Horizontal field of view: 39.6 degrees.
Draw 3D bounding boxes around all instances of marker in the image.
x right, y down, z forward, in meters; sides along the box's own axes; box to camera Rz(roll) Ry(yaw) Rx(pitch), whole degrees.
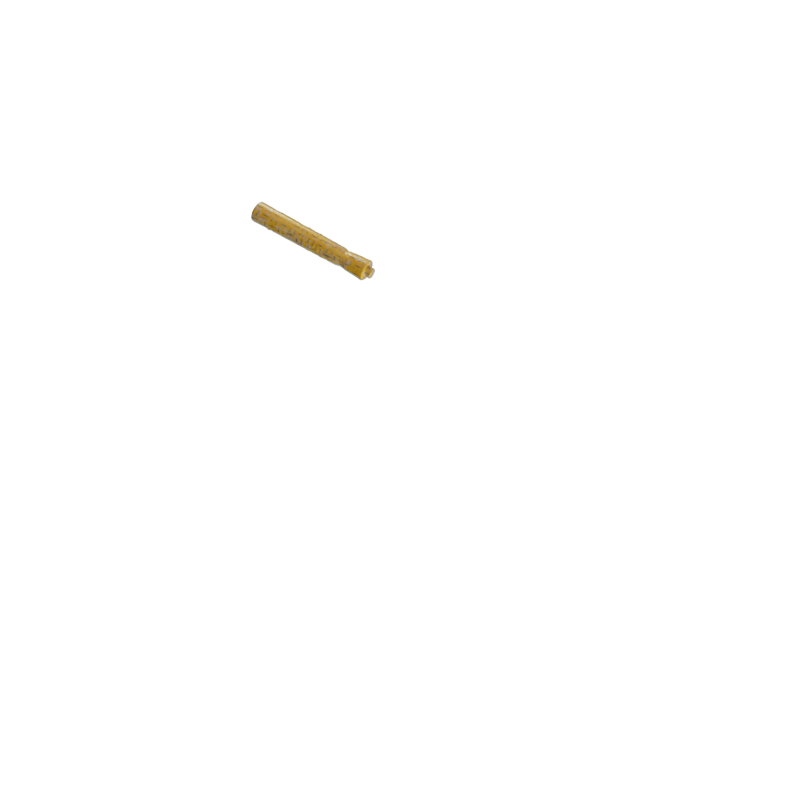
[{"bbox_3d":[-0.075,-0.136,0.956,0.126,0.019,0.019,31,14,19],"label":"marker"}]
